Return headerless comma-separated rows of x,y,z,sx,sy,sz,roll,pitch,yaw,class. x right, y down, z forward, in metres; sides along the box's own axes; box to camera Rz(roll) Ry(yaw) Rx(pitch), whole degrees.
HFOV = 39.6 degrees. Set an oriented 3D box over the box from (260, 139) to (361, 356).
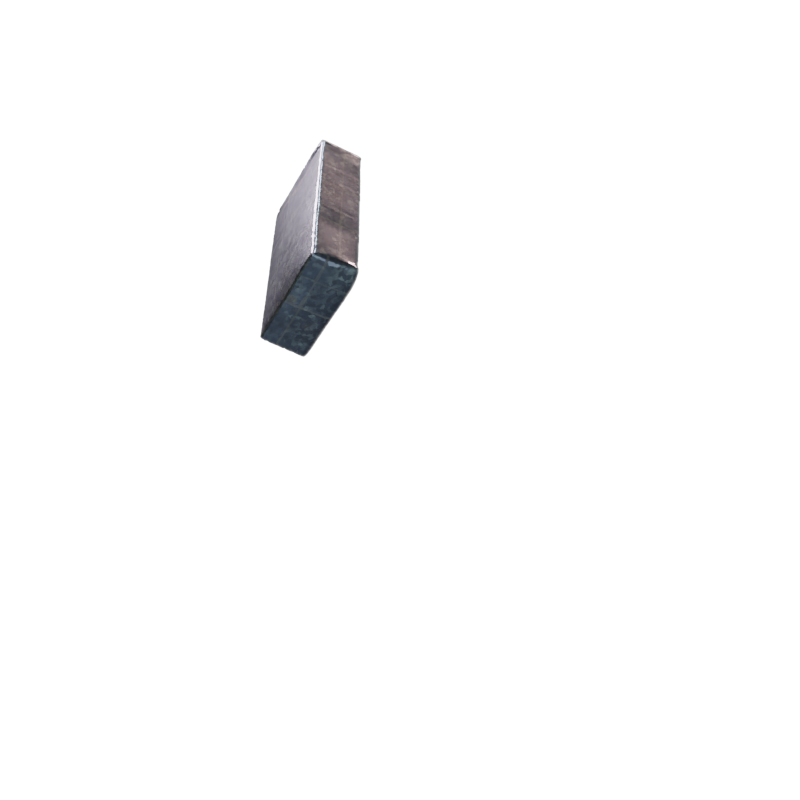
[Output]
-0.071,-0.128,0.898,0.046,0.090,0.189,23,34,-21,box
